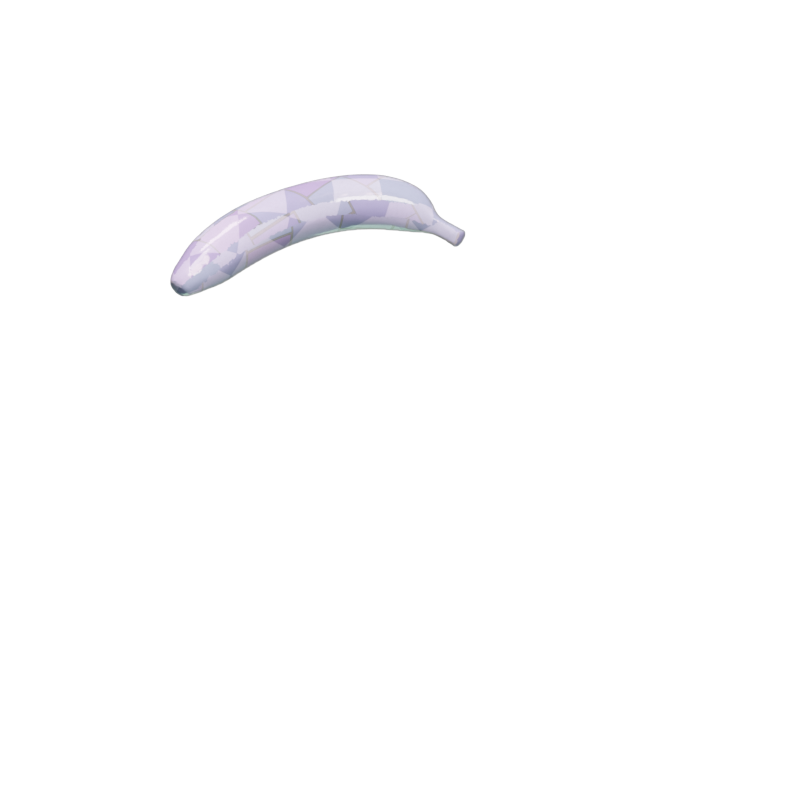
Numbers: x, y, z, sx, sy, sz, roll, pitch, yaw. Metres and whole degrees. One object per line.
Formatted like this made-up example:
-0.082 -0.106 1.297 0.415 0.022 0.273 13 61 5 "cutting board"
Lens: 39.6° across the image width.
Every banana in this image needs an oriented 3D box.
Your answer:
-0.059 -0.114 0.722 0.195 0.034 0.075 -14 42 -16 "banana"
